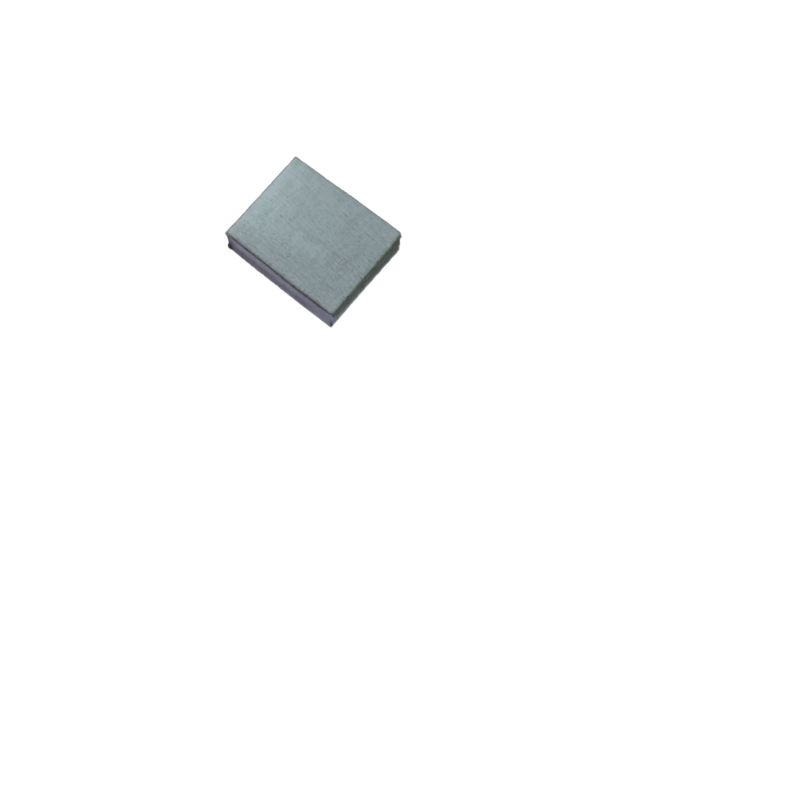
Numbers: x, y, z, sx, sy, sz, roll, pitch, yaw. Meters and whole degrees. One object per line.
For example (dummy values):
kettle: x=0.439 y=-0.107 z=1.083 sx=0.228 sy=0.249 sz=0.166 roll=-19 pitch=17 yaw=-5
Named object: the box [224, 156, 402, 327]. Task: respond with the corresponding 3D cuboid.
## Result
box: x=-0.070 y=-0.127 z=0.892 sx=0.118 sy=0.091 sz=0.037 roll=36 pitch=-19 yaw=14
